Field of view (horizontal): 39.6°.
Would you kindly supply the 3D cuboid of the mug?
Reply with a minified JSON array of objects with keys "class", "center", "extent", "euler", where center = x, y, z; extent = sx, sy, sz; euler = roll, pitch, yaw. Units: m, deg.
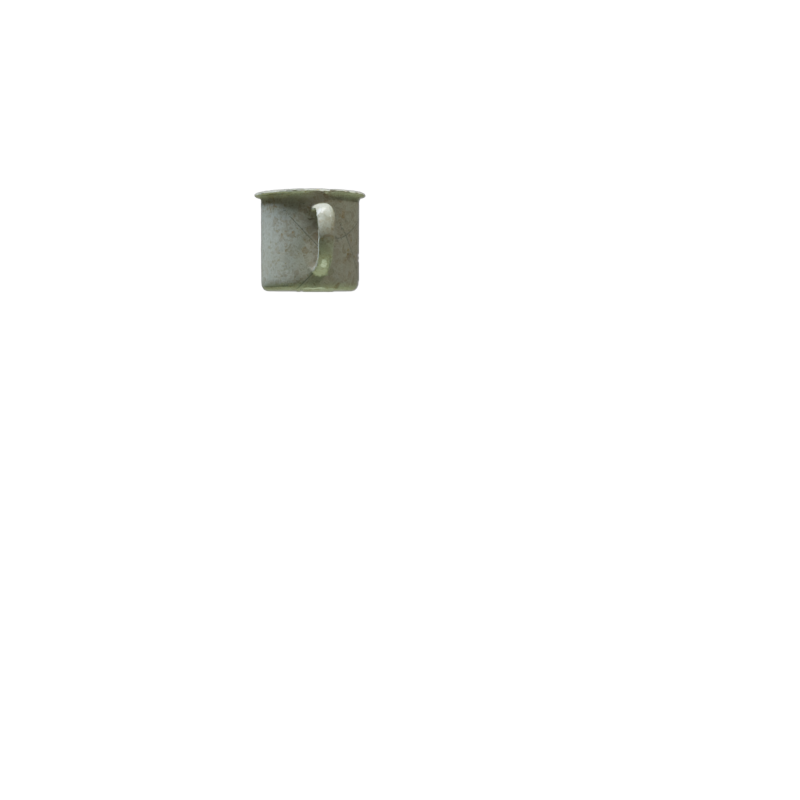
[{"class":"mug","center":[-0.071,-0.130,0.912],"extent":[0.091,0.082,0.119],"euler":[0,2,-17]}]
